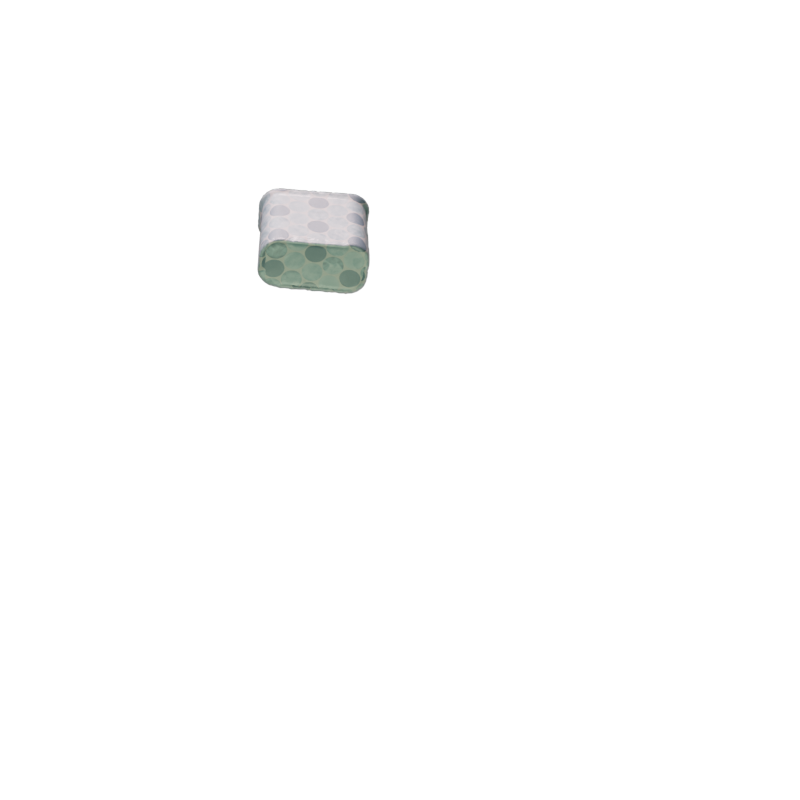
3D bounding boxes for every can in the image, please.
[{"bbox_3d":[-0.078,-0.142,0.992,0.101,0.054,0.090,4,38,-5],"label":"can"}]
